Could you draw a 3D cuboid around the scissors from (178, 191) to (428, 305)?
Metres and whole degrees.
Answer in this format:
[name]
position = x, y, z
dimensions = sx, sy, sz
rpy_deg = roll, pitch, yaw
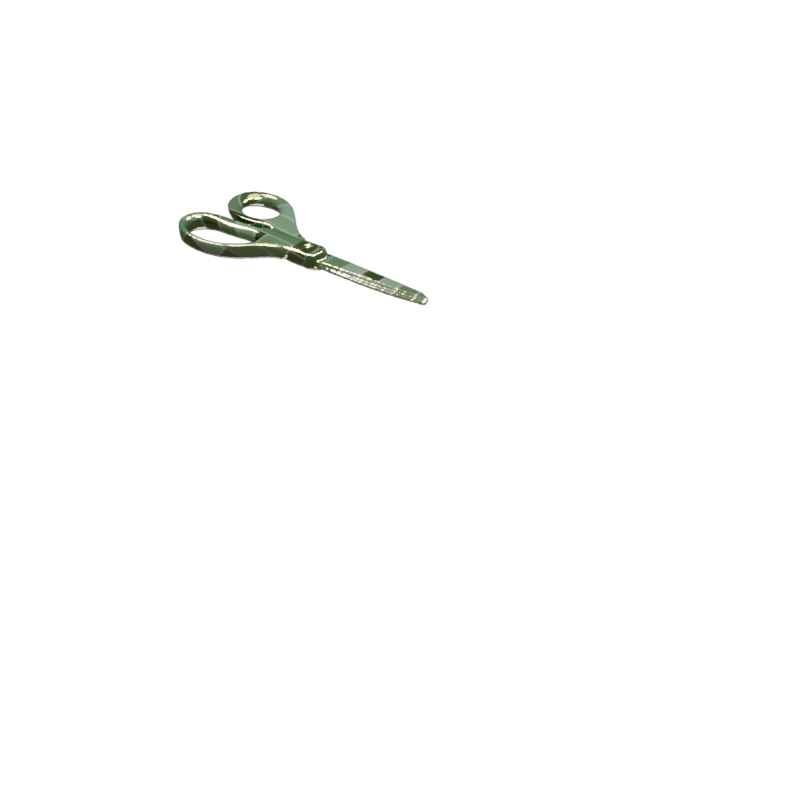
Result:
[scissors]
position = -0.063, -0.115, 0.808
dimensions = 0.208, 0.015, 0.099
rpy_deg = 13, 38, 18
